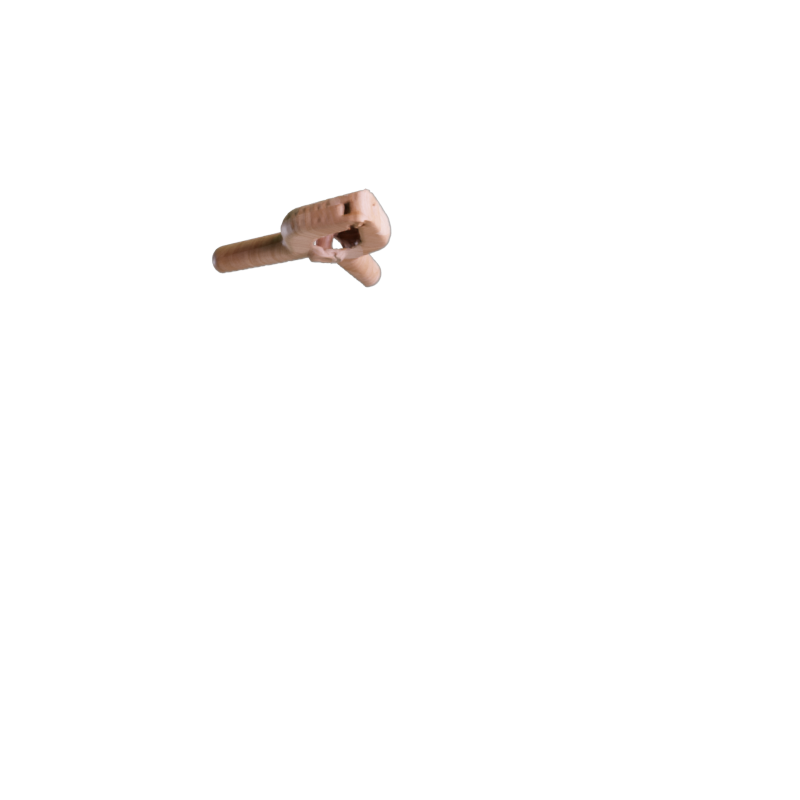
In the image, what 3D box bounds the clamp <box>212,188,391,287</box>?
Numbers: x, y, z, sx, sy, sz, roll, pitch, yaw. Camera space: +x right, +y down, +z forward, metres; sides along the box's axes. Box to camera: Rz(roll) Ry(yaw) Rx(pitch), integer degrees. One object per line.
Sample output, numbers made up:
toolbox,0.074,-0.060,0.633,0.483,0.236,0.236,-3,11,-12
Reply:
clamp,-0.076,-0.139,0.974,0.162,0.038,0.207,2,-10,-13
